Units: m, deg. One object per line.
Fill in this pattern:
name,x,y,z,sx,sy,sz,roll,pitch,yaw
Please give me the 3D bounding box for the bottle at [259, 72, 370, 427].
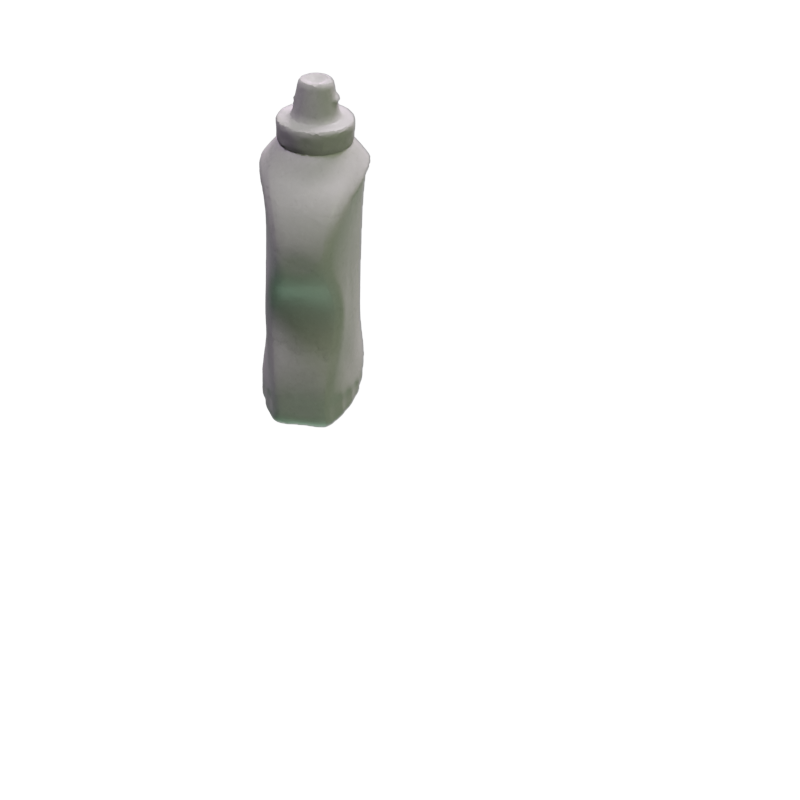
bottle,-0.047,-0.086,0.605,0.059,0.180,0.101,6,34,5
